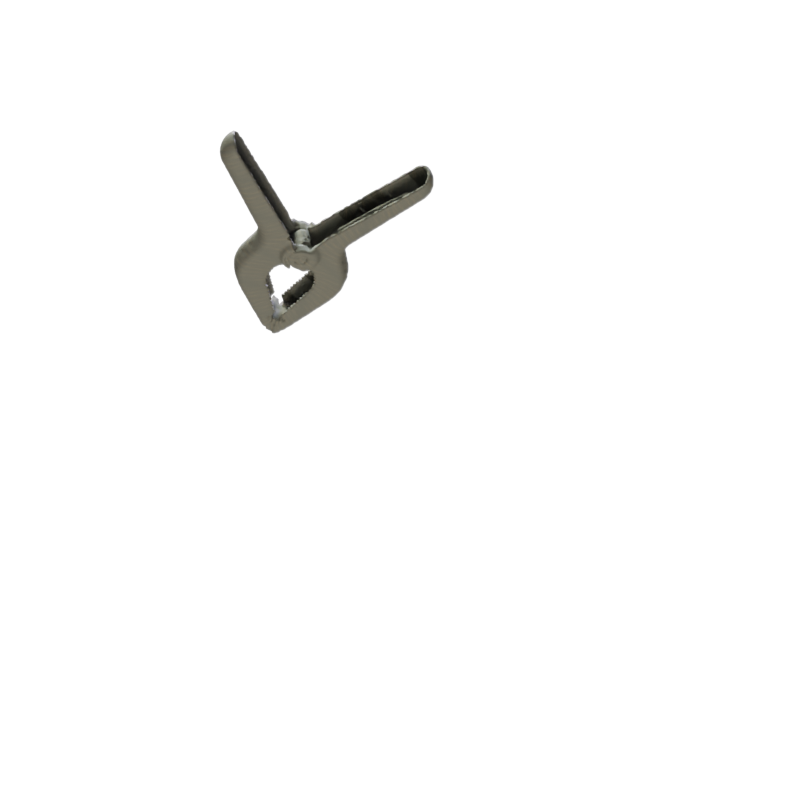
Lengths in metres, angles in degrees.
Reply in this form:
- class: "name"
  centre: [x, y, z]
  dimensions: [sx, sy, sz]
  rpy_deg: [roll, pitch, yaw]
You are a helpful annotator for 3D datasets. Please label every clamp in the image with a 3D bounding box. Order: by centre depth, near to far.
- class: "clamp"
  centre: [-0.070, -0.128, 0.896]
  dimensions: [0.163, 0.039, 0.198]
  rpy_deg: [6, -39, -8]
